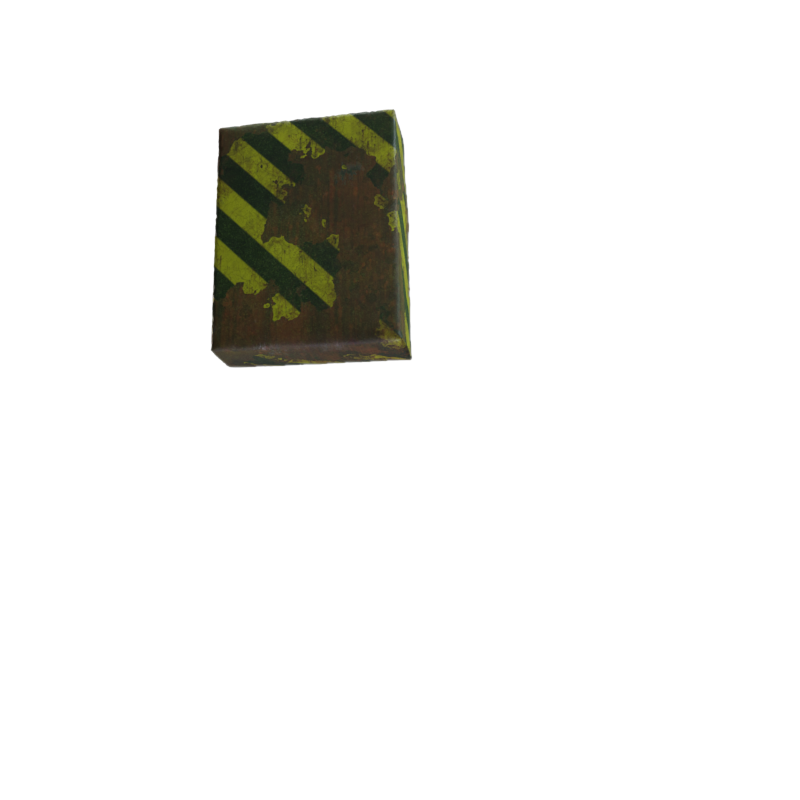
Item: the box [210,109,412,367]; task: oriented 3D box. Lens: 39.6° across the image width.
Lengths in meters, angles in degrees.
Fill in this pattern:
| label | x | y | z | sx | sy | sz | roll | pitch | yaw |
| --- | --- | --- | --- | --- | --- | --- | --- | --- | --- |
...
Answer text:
| label | x | y | z | sx | sy | sz | roll | pitch | yaw |
| --- | --- | --- | --- | --- | --- | --- | --- | --- | --- |
| box | -0.076 | -0.139 | 0.976 | 0.166 | 0.225 | 0.067 | -5 | -21 | 10 |
